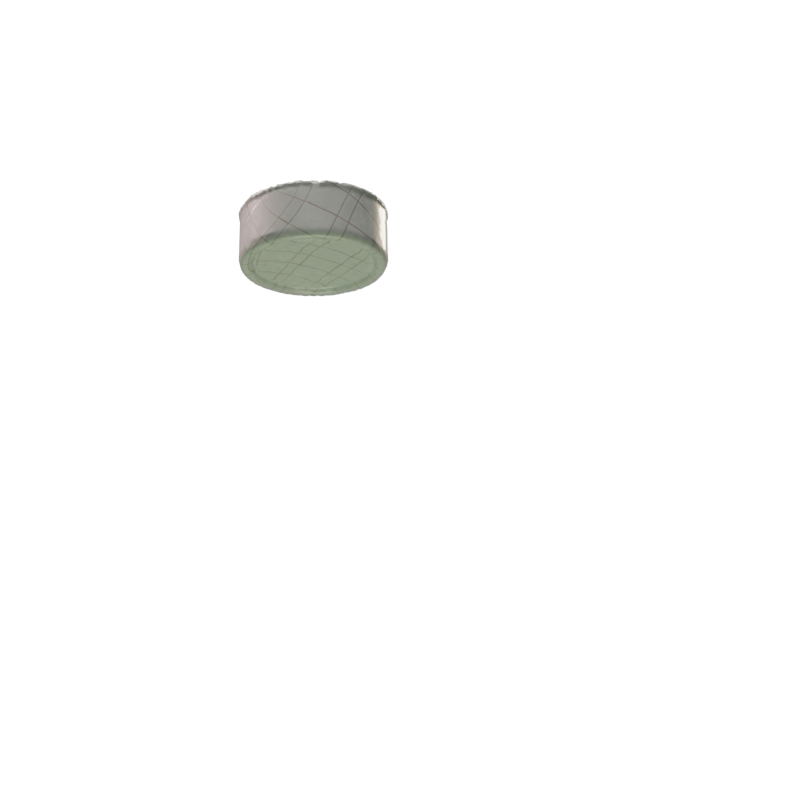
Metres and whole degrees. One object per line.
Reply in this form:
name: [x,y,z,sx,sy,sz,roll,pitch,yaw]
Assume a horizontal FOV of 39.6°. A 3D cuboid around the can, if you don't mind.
can: [-0.049,-0.090,0.631,0.086,0.035,0.082,0,-20,-2]
